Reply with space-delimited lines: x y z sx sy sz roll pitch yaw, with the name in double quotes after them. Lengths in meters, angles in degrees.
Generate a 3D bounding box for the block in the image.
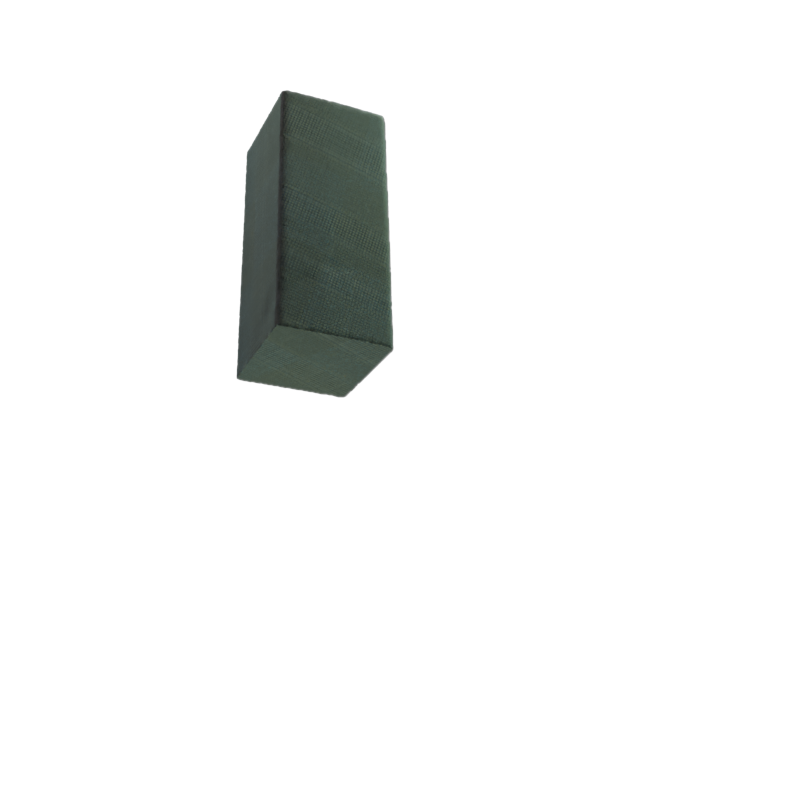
-0.065 -0.120 0.841 0.087 0.220 0.088 11 -33 -22 "block"
